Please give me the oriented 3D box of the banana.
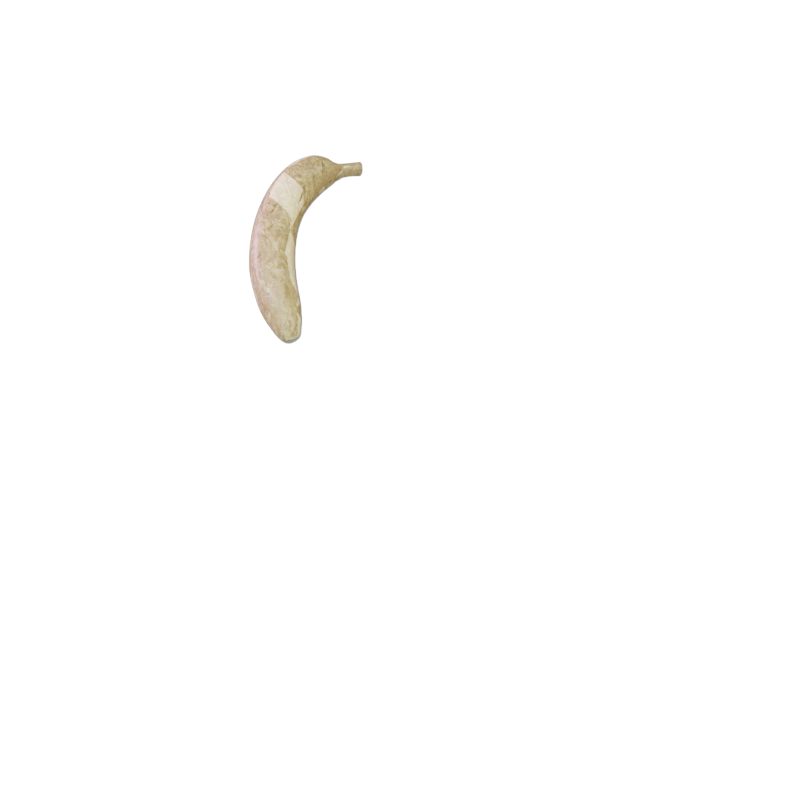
[{"bbox_3d":[-0.088,-0.137,0.908,0.071,0.208,0.034,12,-34,7],"label":"banana"}]
